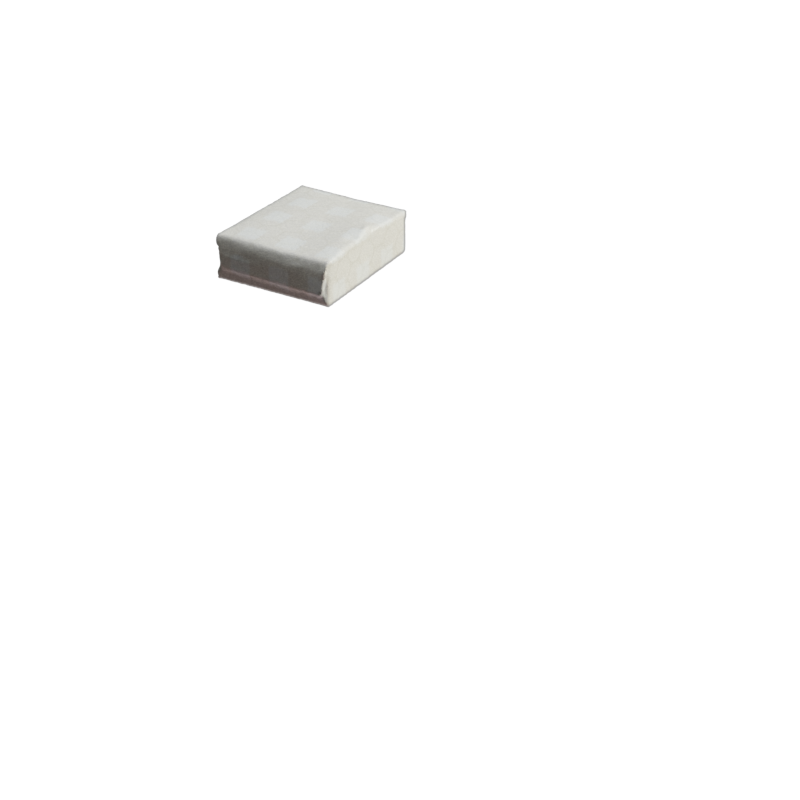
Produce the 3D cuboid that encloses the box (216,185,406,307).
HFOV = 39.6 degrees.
[{"bbox_3d":[-0.049,-0.089,0.625,0.077,0.028,0.090,17,34,26],"label":"box"}]
